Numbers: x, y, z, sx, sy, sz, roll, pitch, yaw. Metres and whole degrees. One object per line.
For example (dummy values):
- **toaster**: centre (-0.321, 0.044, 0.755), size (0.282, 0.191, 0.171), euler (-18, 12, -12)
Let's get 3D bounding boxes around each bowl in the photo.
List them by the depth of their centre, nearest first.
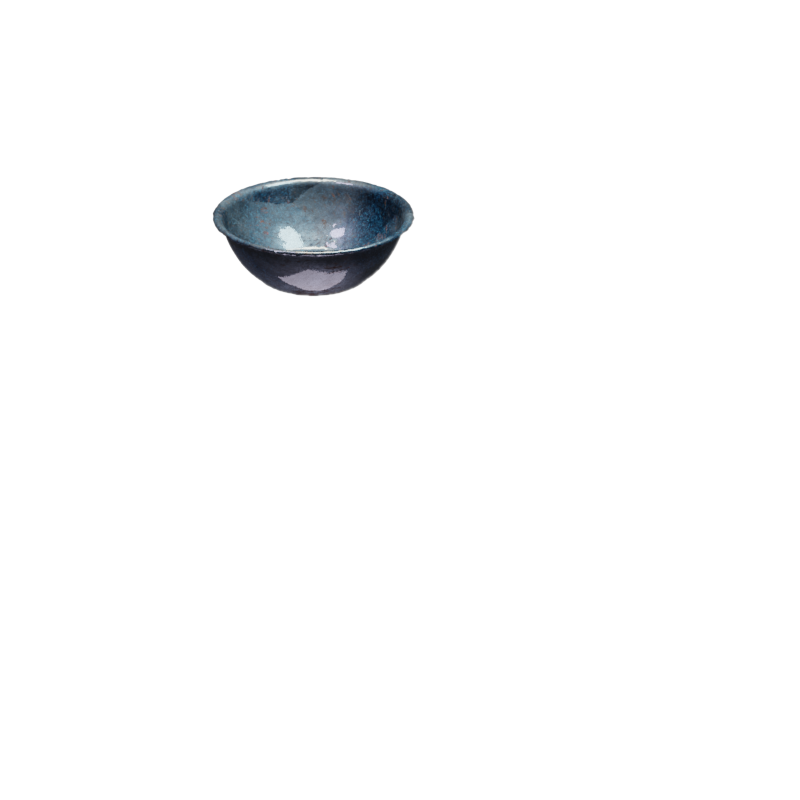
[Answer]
- **bowl**: centre (-0.071, -0.129, 0.903), size (0.162, 0.052, 0.172), euler (-1, 30, -2)
